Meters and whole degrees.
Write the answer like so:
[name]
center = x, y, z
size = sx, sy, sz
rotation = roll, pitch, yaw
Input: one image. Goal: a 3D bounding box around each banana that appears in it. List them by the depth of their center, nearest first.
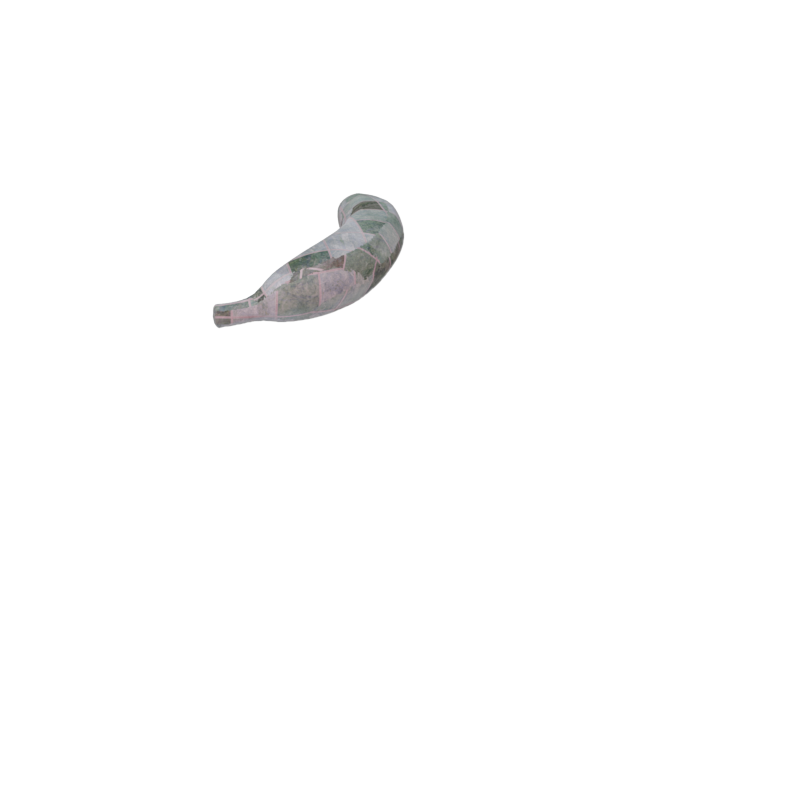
[banana]
center = -0.034, -0.086, 0.628
size = 0.072, 0.035, 0.201
rotation = 8, 26, 17
